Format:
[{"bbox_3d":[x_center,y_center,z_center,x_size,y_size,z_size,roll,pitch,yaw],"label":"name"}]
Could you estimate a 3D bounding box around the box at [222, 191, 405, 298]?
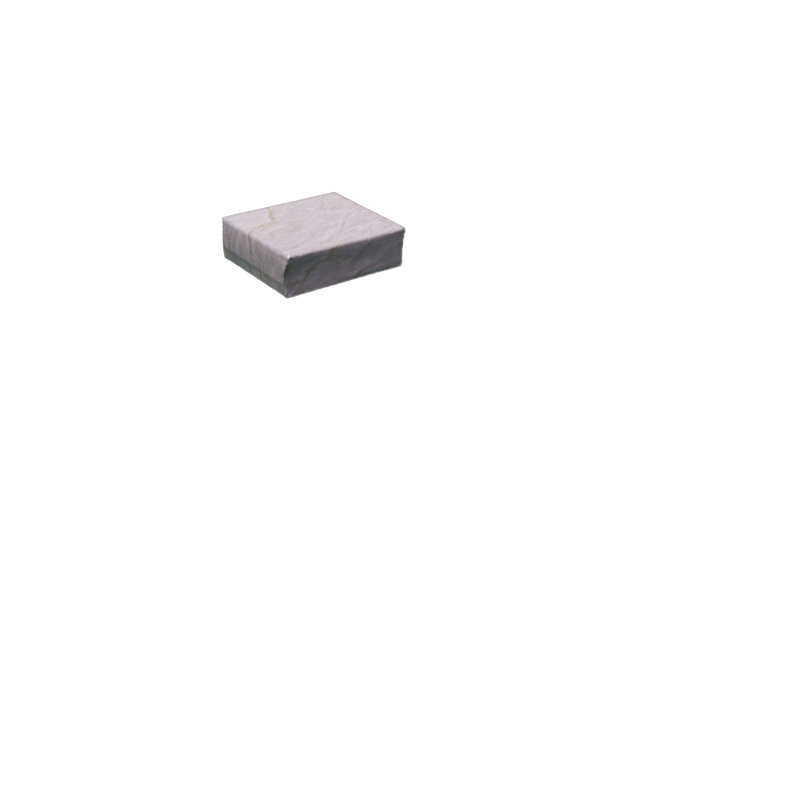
[{"bbox_3d":[-0.067,-0.122,0.851,0.112,0.037,0.096,-21,36,-33],"label":"box"}]
